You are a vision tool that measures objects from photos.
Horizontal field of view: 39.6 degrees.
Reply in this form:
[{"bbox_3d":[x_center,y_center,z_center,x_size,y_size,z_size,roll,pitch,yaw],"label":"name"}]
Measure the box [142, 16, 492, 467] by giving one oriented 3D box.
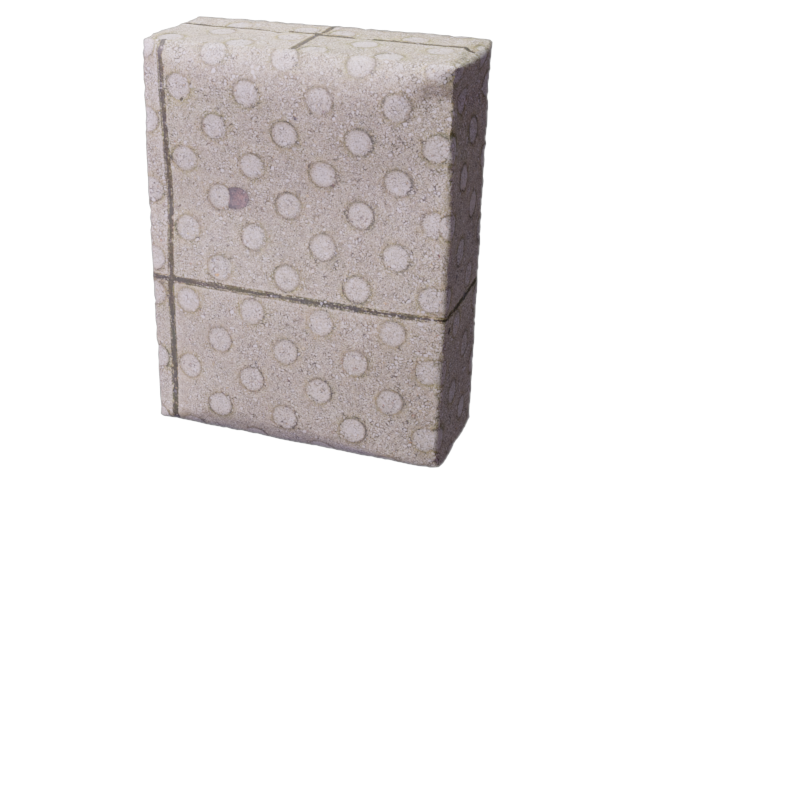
[{"bbox_3d":[-0.045,-0.082,0.577,0.169,0.203,0.073,10,25,19],"label":"box"}]
